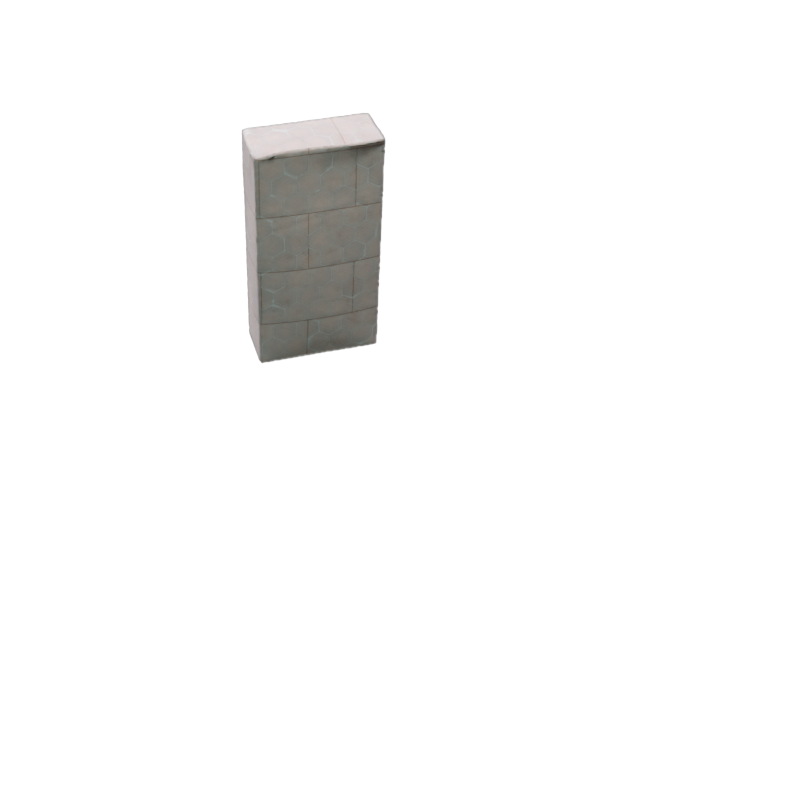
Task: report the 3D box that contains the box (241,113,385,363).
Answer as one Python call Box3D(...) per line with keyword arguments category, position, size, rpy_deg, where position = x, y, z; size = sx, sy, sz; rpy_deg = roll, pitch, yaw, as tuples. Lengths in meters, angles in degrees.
Box3D(category="box", position=(-0.062, -0.112, 0.786), size=(0.092, 0.164, 0.052), rpy_deg=(-10, 41, -14))
